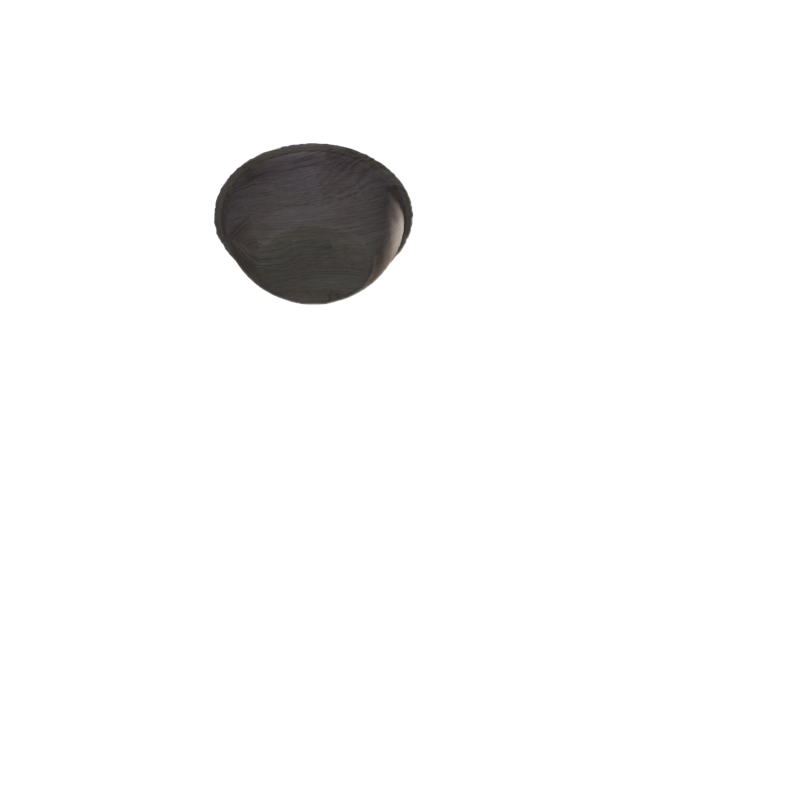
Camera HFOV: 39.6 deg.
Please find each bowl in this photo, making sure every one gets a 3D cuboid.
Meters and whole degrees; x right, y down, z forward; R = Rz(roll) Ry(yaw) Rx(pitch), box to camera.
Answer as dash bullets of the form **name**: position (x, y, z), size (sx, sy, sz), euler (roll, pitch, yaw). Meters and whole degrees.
- **bowl**: position (-0.069, -0.126, 0.882), size (0.162, 0.059, 0.151), euler (1, -41, -1)
